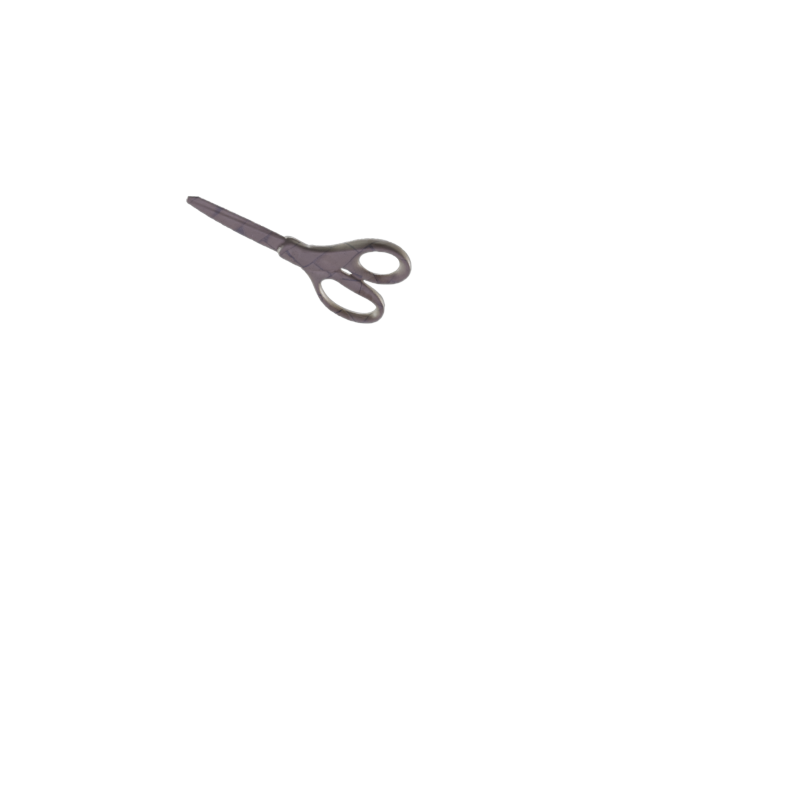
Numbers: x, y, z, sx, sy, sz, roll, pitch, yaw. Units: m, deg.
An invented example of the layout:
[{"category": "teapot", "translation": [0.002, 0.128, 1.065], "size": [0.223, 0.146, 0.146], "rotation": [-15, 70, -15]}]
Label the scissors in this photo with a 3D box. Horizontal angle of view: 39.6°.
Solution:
[{"category": "scissors", "translation": [-0.072, -0.131, 0.915], "size": [0.096, 0.017, 0.189], "rotation": [-33, -55, 27]}]
